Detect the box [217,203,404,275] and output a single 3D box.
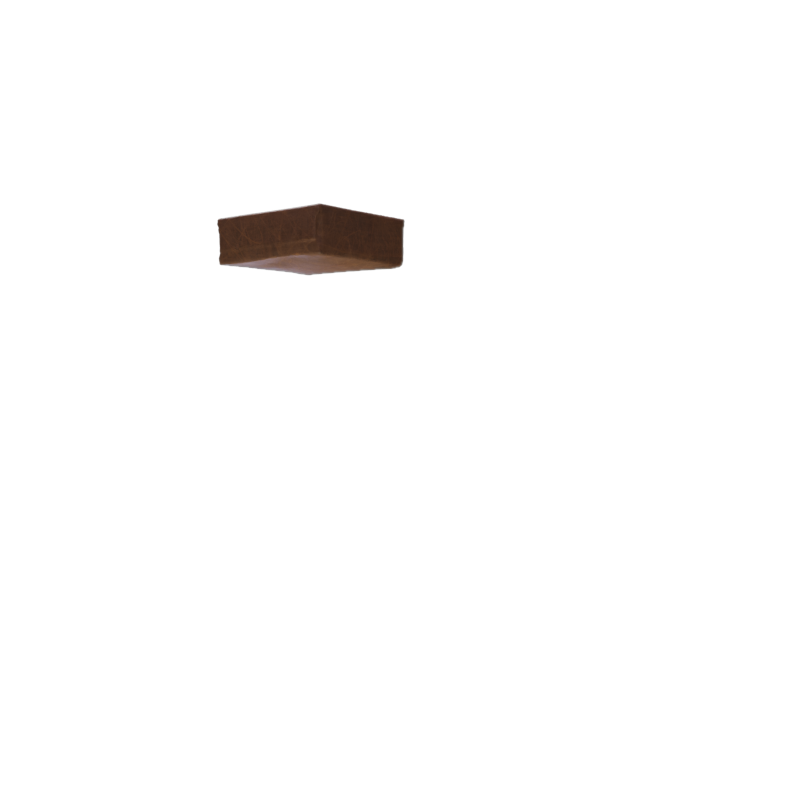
[{"bbox_3d":[-0.062,-0.114,0.798,0.093,0.039,0.109,-1,-1,33],"label":"box"}]
